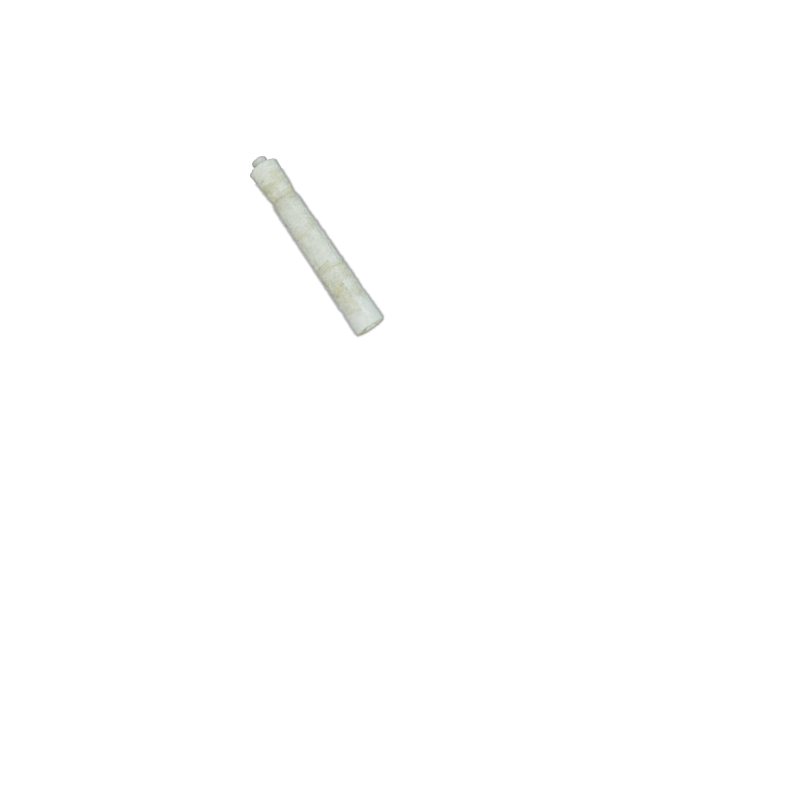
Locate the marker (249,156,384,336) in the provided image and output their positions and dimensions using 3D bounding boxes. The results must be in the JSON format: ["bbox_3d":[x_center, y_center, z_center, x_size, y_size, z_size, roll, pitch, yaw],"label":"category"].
[{"bbox_3d":[-0.050,-0.092,0.644,0.020,0.125,0.019,-32,-13,-8],"label":"marker"}]
